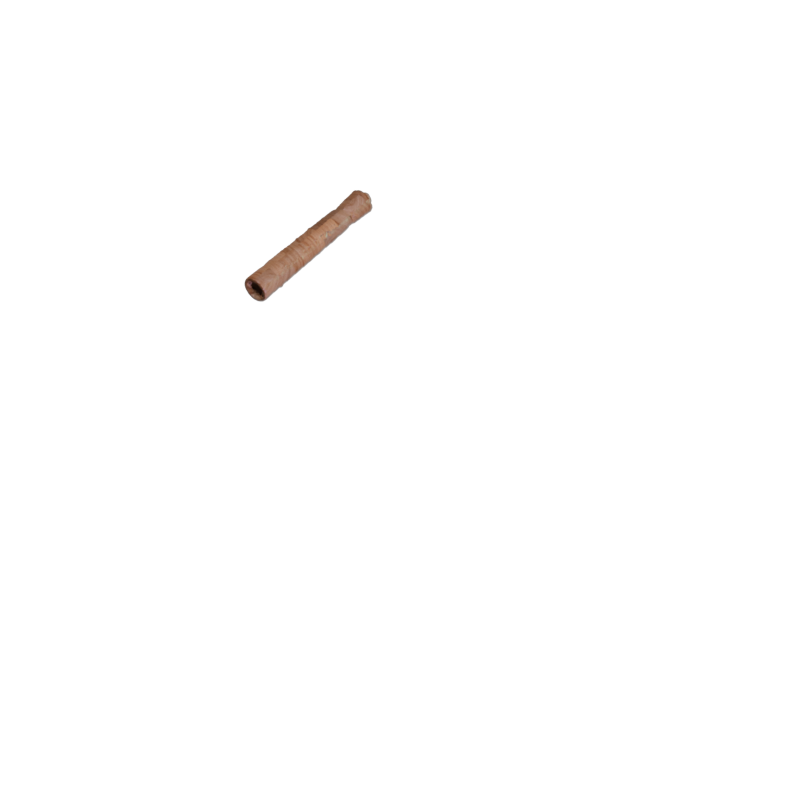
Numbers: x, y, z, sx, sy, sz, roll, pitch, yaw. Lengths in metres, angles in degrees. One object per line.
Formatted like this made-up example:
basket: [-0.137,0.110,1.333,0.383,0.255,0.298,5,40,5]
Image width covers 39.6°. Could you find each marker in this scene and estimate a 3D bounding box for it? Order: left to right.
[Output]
marker: [-0.059,-0.107,0.752,0.021,0.019,0.123,3,38,44]
